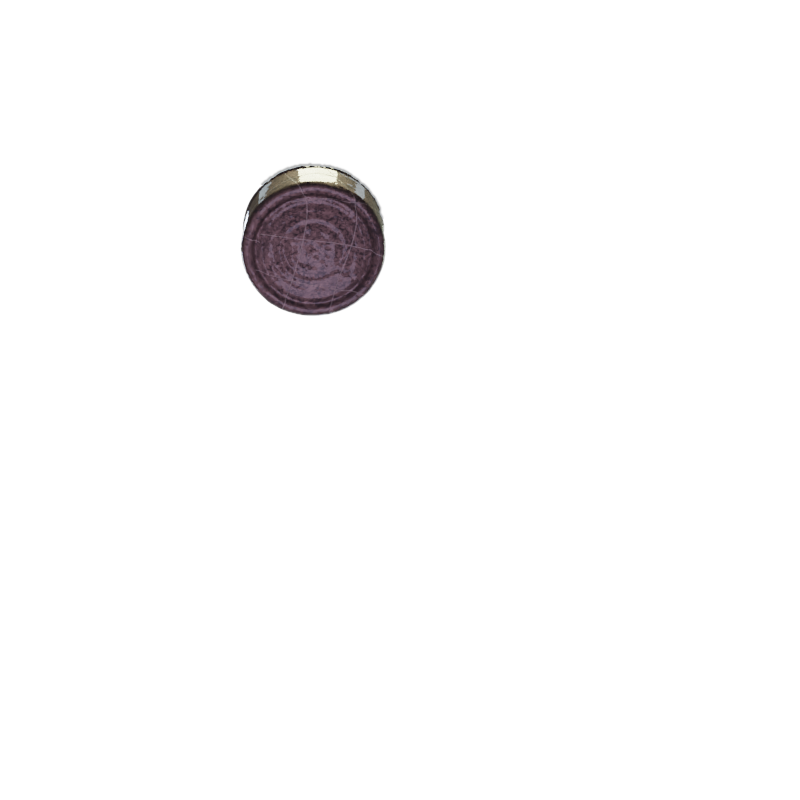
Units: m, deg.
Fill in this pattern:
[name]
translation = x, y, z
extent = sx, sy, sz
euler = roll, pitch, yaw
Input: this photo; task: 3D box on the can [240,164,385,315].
[can]
translation = -0.051, -0.094, 0.658
extent = 0.086, 0.082, 0.035
euler = 1, 24, -1
